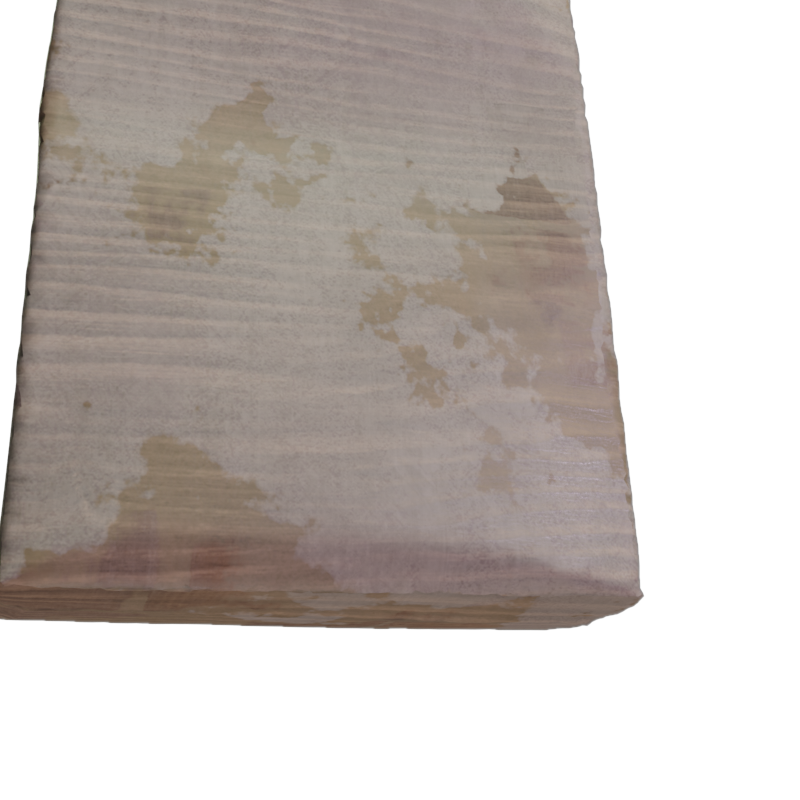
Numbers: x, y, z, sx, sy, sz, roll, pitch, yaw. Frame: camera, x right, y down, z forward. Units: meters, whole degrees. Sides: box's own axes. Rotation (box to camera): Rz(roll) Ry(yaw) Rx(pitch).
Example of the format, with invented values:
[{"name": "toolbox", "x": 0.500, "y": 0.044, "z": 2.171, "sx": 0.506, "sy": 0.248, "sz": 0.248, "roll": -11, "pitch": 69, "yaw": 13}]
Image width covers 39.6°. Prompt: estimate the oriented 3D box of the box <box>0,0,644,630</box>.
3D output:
[{"name": "box", "x": -0.026, "y": -0.047, "z": 0.328, "sx": 0.160, "sy": 0.225, "sz": 0.070, "roll": 5, "pitch": -23, "yaw": -15}]
